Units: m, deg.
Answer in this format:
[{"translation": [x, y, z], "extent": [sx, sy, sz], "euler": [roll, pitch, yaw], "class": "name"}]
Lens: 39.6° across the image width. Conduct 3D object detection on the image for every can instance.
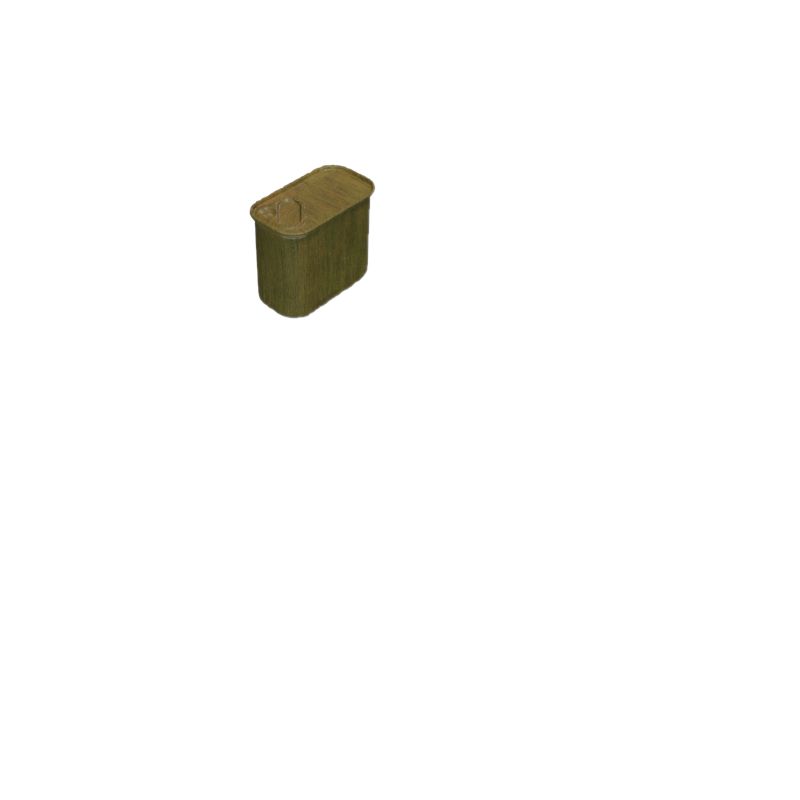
[{"translation": [-0.068, -0.125, 0.873], "extent": [0.061, 0.078, 0.103], "euler": [29, 47, 29], "class": "can"}]
